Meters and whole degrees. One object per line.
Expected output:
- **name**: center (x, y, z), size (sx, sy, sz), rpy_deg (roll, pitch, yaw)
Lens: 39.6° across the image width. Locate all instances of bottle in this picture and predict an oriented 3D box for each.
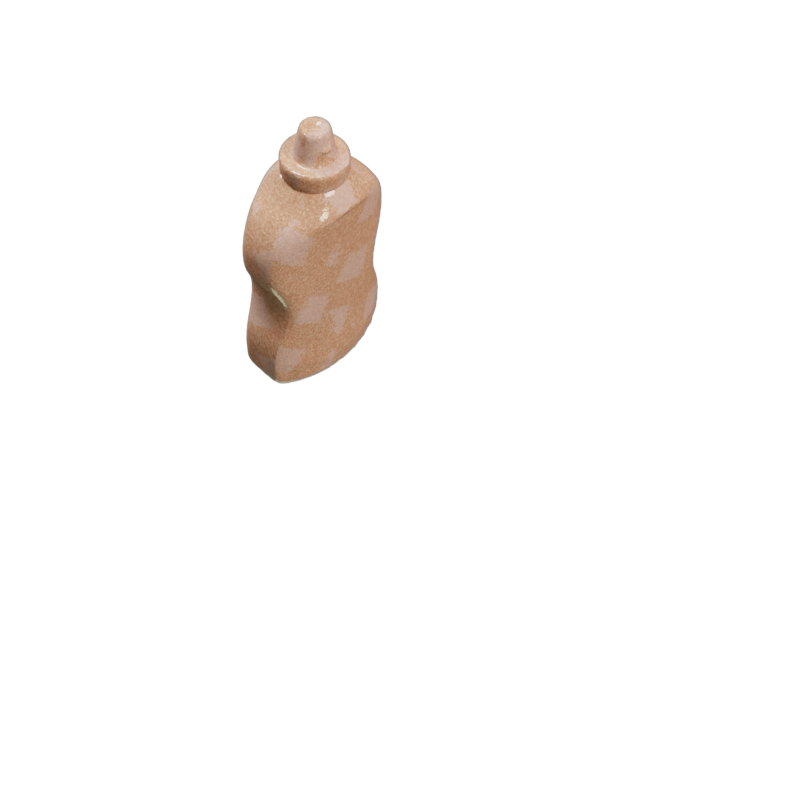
- **bottle**: center (-0.053, -0.097, 0.678), size (0.097, 0.179, 0.062), rpy_deg (-37, 63, -27)
